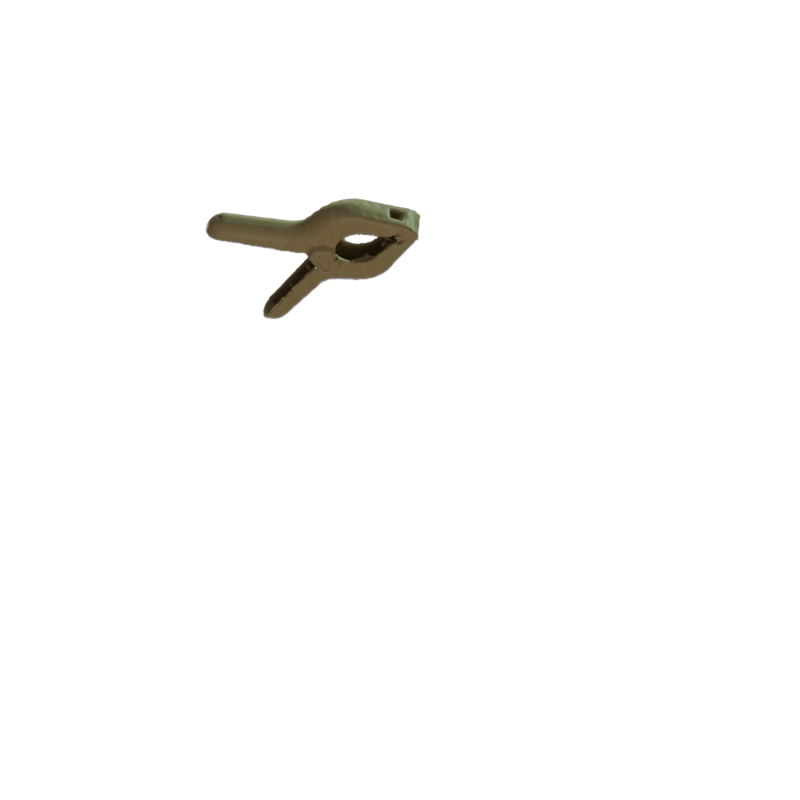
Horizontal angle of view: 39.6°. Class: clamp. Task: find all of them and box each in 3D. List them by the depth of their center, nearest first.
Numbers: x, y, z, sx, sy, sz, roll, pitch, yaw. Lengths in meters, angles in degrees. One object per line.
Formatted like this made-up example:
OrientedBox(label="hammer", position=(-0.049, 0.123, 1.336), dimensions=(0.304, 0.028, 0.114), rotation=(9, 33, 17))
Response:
OrientedBox(label="clamp", position=(-0.071, -0.130, 0.908), dimensions=(0.172, 0.042, 0.111), rotation=(-20, -42, 24))
